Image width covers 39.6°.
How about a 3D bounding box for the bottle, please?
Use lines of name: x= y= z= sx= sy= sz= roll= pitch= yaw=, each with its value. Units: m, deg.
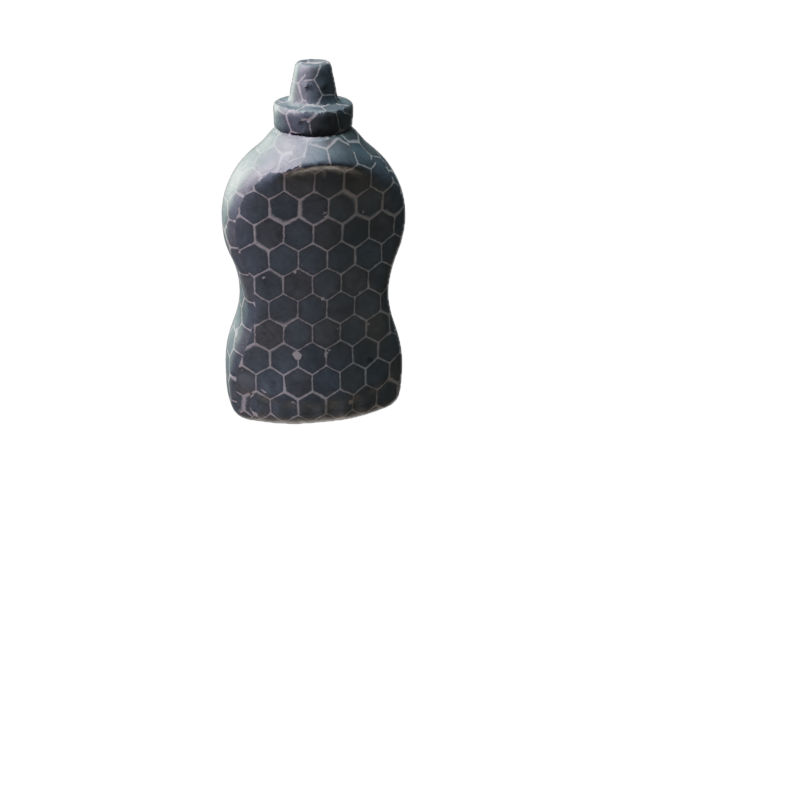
bottle: x=-0.046 y=-0.084 z=0.588 sx=0.095 sy=0.183 sz=0.062 roll=-3 pitch=23 yaw=-10
